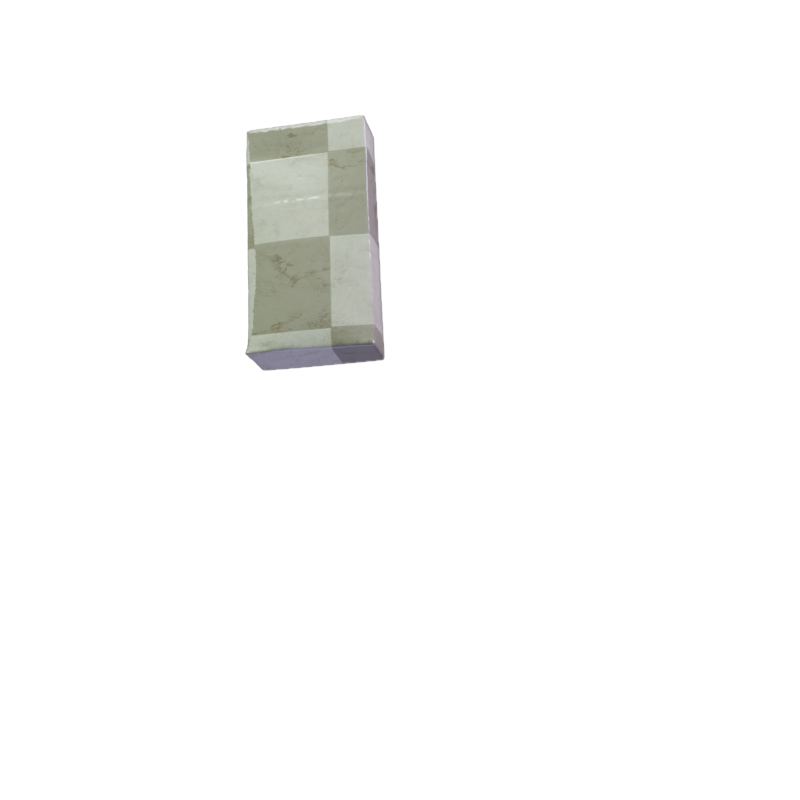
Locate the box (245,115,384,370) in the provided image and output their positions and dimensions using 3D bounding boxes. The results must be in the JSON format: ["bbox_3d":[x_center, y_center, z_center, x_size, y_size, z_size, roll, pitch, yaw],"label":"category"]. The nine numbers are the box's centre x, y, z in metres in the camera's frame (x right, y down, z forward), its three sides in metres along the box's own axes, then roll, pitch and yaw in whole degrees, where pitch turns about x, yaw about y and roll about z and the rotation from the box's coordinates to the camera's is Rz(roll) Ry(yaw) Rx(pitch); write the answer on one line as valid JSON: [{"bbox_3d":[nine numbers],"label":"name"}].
[{"bbox_3d":[-0.062,-0.114,0.801,0.094,0.186,0.045,-6,-23,11],"label":"box"}]
